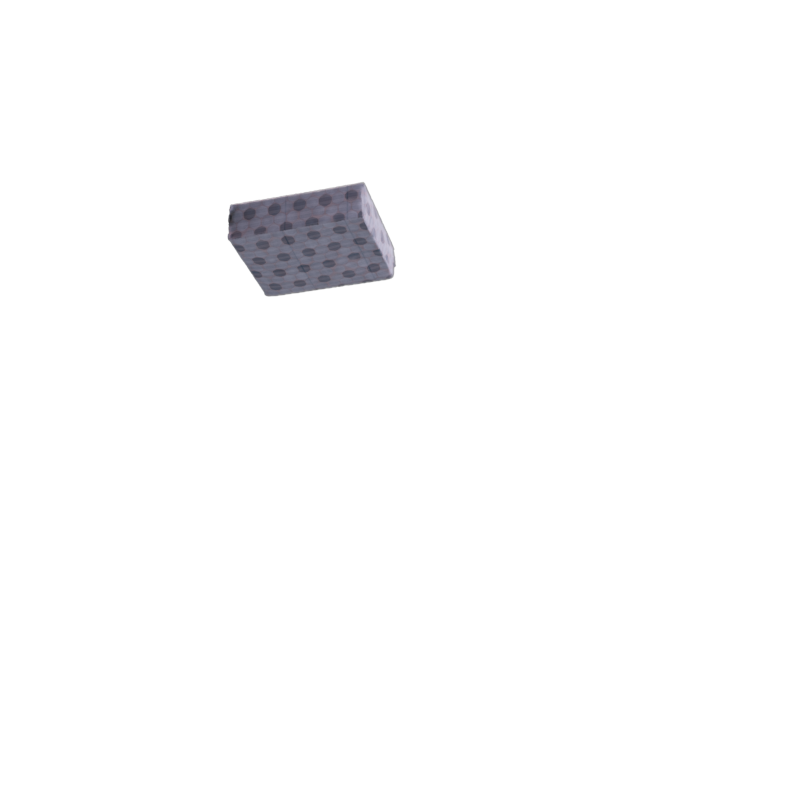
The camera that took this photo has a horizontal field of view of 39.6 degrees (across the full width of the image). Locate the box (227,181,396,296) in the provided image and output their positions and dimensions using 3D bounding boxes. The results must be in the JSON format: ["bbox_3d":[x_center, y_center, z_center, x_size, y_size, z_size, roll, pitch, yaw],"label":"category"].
[{"bbox_3d":[-0.069,-0.125,0.876,0.115,0.041,0.083,-8,-32,13],"label":"box"}]
